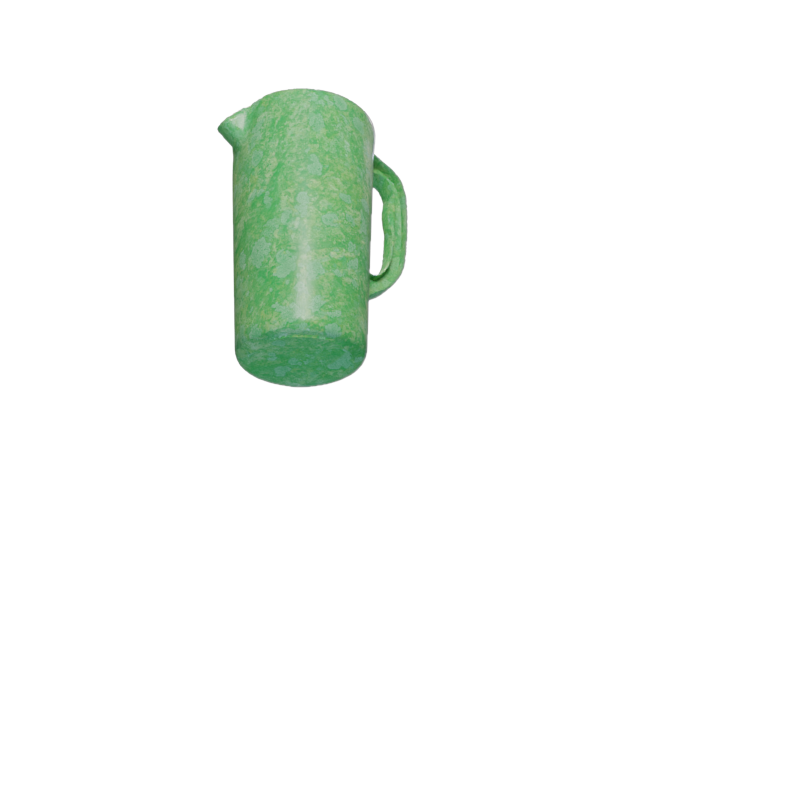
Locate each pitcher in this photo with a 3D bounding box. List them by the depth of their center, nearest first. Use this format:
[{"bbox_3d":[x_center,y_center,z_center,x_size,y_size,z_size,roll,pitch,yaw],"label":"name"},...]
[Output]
[{"bbox_3d":[-0.075,-0.138,0.964,0.151,0.259,0.134,-8,-31,10],"label":"pitcher"}]
